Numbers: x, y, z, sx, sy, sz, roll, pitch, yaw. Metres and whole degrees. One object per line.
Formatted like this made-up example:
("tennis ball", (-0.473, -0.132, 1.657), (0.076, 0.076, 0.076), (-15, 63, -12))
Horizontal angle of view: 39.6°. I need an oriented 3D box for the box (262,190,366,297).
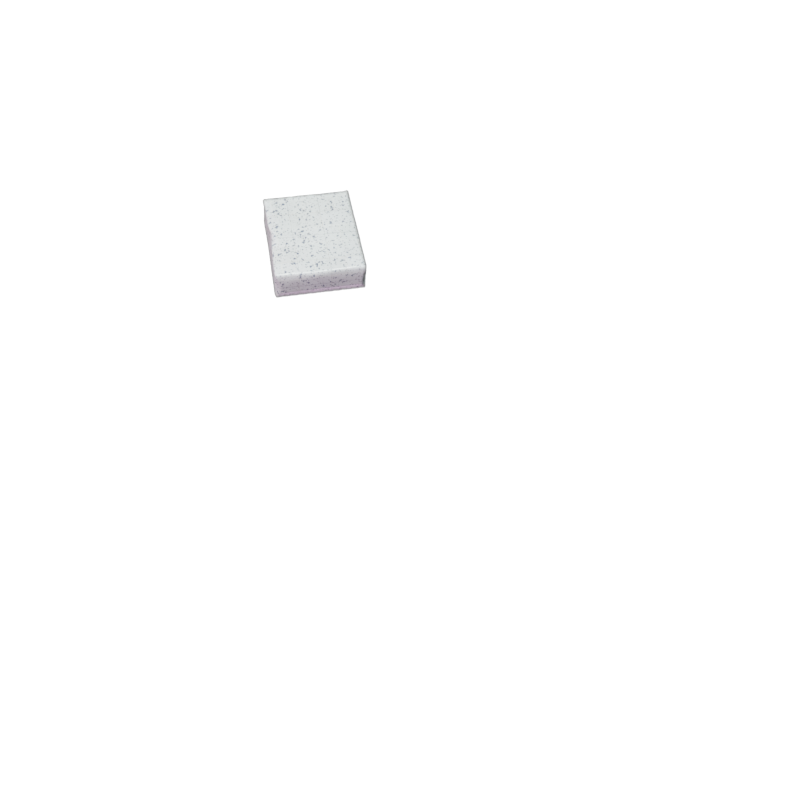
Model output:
("box", (-0.071, -0.129, 0.901), (0.073, 0.096, 0.028), (-7, -38, -6))
